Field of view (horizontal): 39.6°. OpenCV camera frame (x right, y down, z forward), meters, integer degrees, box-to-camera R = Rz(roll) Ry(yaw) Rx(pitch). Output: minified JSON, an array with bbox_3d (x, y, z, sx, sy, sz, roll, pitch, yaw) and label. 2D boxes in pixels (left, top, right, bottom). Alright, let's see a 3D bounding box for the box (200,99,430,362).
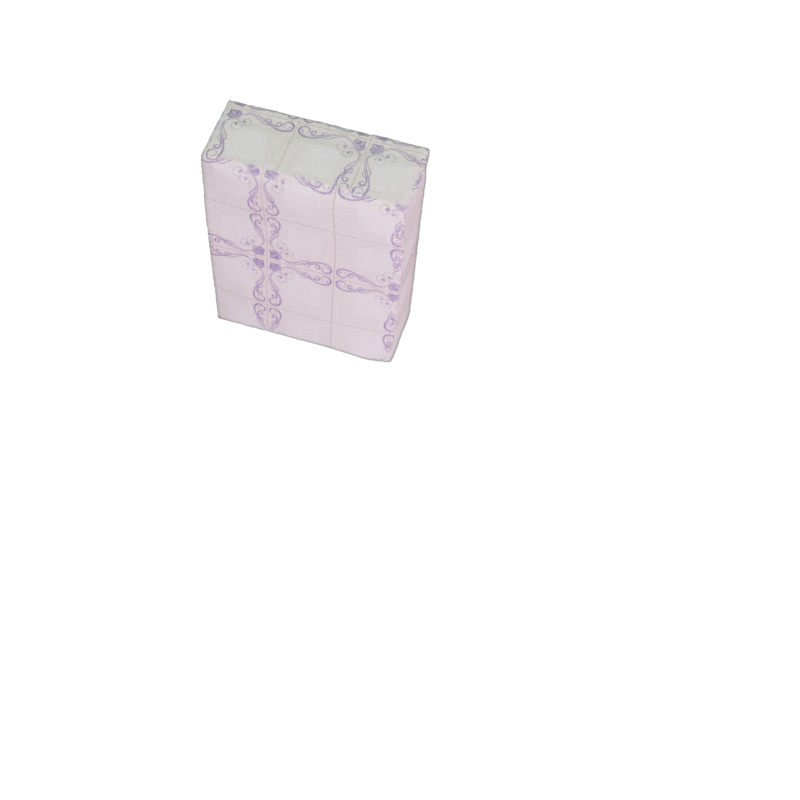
[{"bbox_3d":[-0.071,-0.129,0.903,0.167,0.075,0.200,17,-33,8],"label":"box"}]
